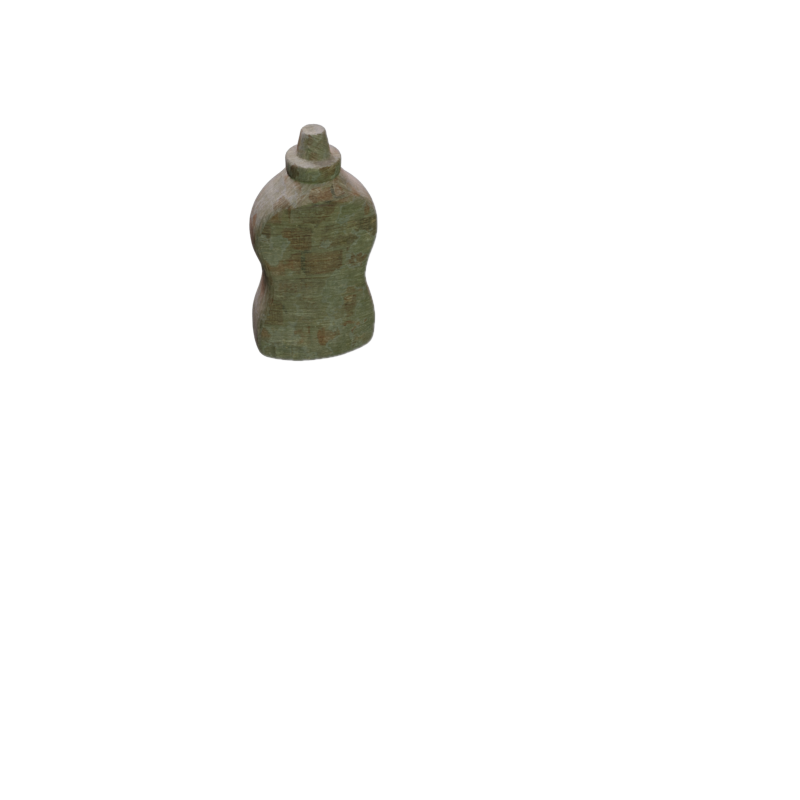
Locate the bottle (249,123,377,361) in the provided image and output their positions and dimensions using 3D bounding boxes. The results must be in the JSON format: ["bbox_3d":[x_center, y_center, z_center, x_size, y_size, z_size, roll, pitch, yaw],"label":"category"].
[{"bbox_3d":[-0.066,-0.120,0.841,0.095,0.179,0.063,-5,38,-10],"label":"bottle"}]
